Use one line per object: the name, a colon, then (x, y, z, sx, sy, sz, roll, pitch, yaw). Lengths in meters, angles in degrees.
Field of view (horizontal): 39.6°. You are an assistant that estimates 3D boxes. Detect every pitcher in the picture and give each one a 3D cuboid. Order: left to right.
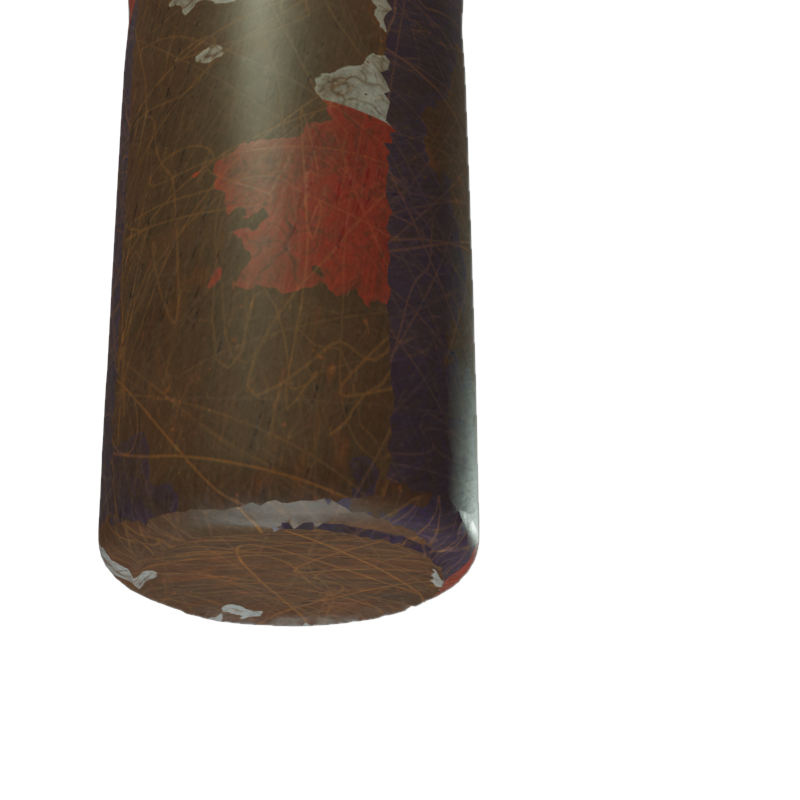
pitcher: (-0.030, -0.055, 0.384, 0.147, 0.259, 0.138, 5, -32, -11)
